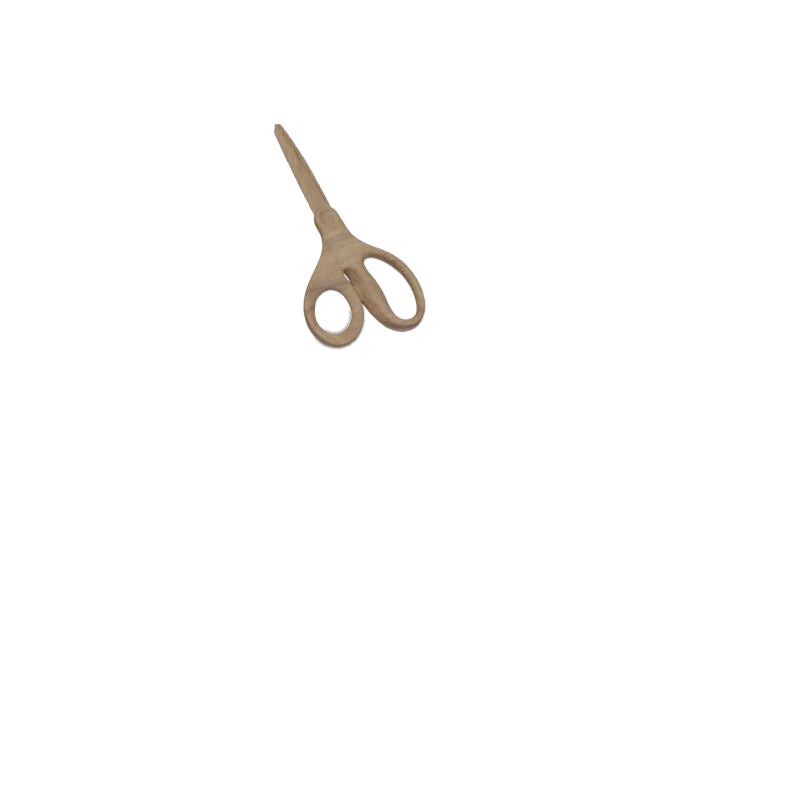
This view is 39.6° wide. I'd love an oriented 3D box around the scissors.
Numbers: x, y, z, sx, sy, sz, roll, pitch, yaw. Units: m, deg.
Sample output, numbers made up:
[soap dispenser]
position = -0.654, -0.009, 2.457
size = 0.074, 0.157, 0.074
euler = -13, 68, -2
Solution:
[scissors]
position = -0.065, -0.119, 0.833
size = 0.097, 0.213, 0.015
euler = -37, -21, -17
